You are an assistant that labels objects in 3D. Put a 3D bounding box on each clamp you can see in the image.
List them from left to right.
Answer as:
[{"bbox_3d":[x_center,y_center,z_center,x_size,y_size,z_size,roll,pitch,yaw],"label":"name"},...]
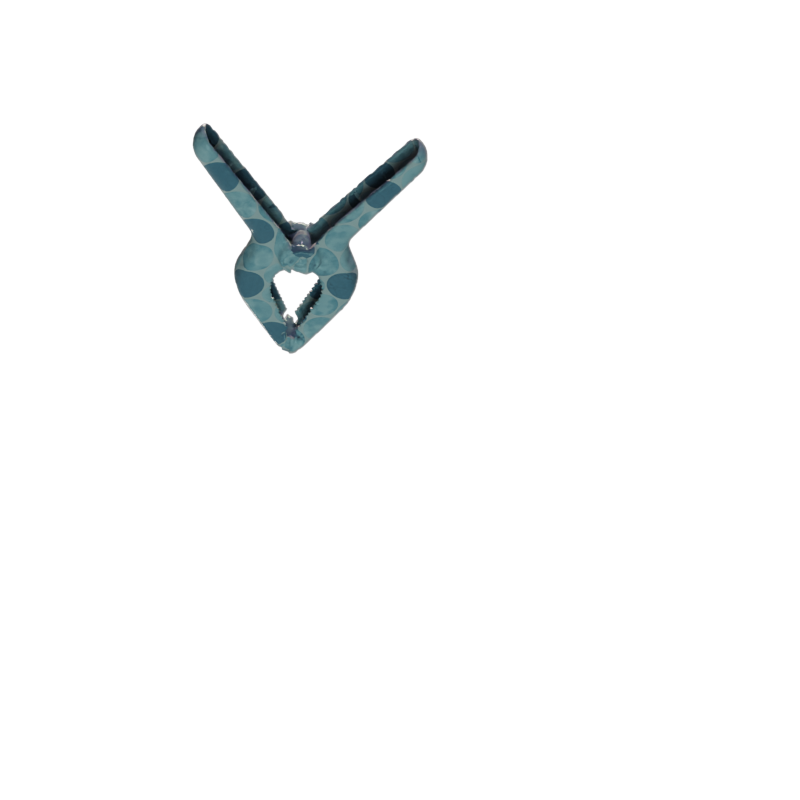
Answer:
[{"bbox_3d":[-0.065,-0.119,0.832,0.164,0.196,0.039,0,43,-1],"label":"clamp"}]
